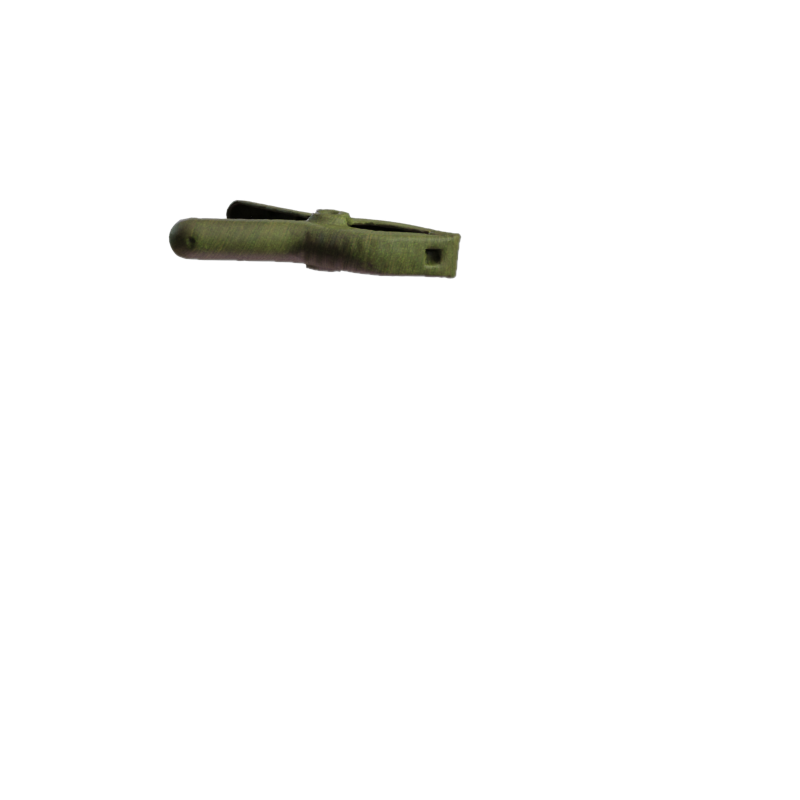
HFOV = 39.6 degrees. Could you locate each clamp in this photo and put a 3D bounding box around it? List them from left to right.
[{"bbox_3d":[-0.053,-0.097,0.679,0.177,0.038,0.121,8,22,20],"label":"clamp"}]
